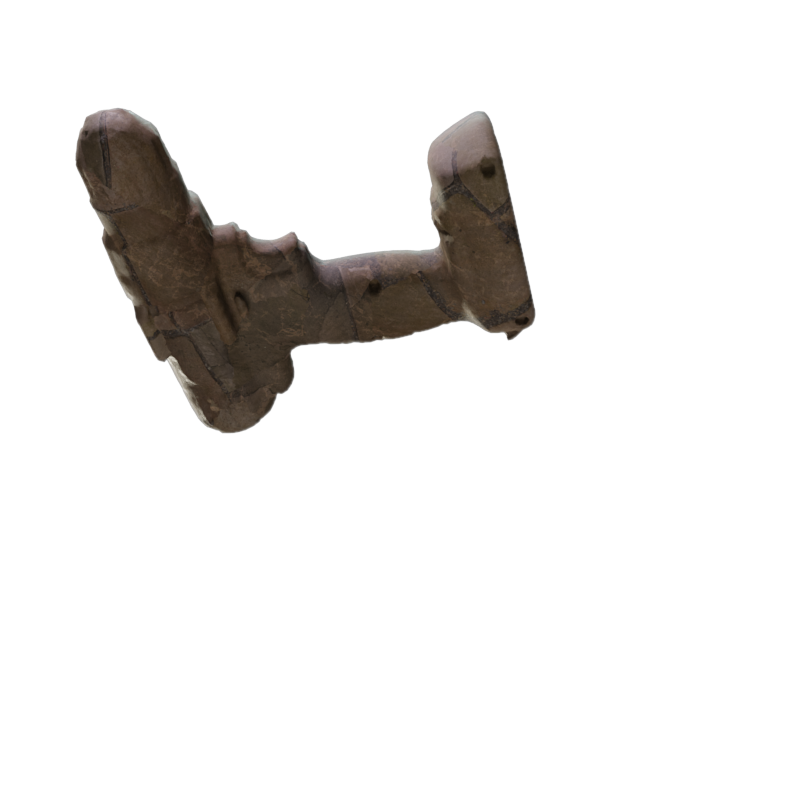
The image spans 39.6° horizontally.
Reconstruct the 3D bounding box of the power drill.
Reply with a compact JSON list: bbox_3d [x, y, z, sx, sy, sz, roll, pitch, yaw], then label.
[{"bbox_3d":[-0.041,-0.074,0.521,0.189,0.171,0.061,-12,39,10],"label":"power drill"}]
